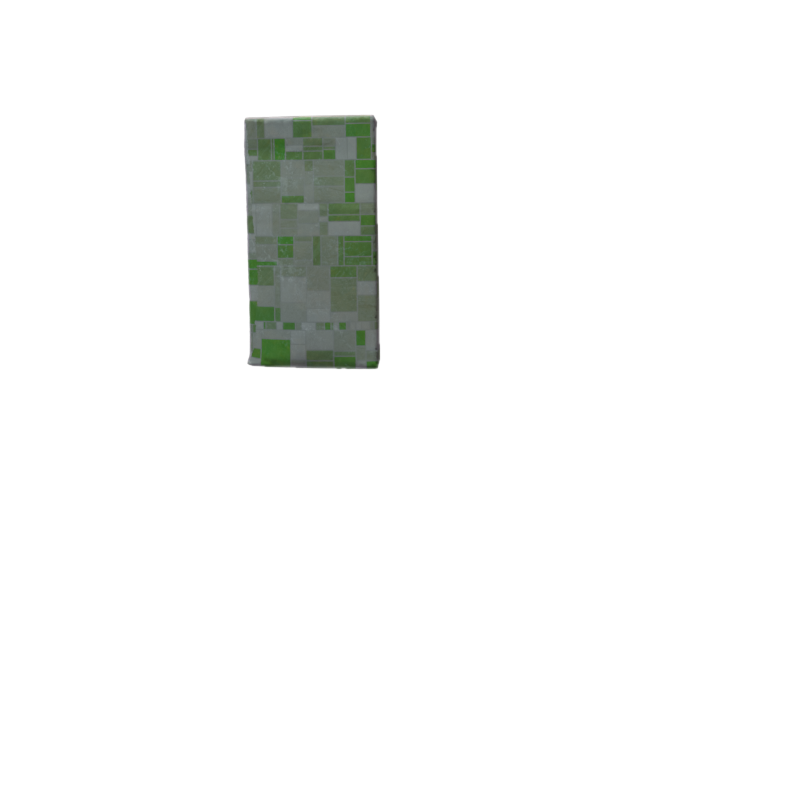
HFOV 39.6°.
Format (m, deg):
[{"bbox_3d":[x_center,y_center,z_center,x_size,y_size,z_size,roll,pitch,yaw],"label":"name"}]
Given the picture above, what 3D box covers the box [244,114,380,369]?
[{"bbox_3d":[-0.061,-0.112,0.784,0.094,0.176,0.048,0,2,4],"label":"box"}]
